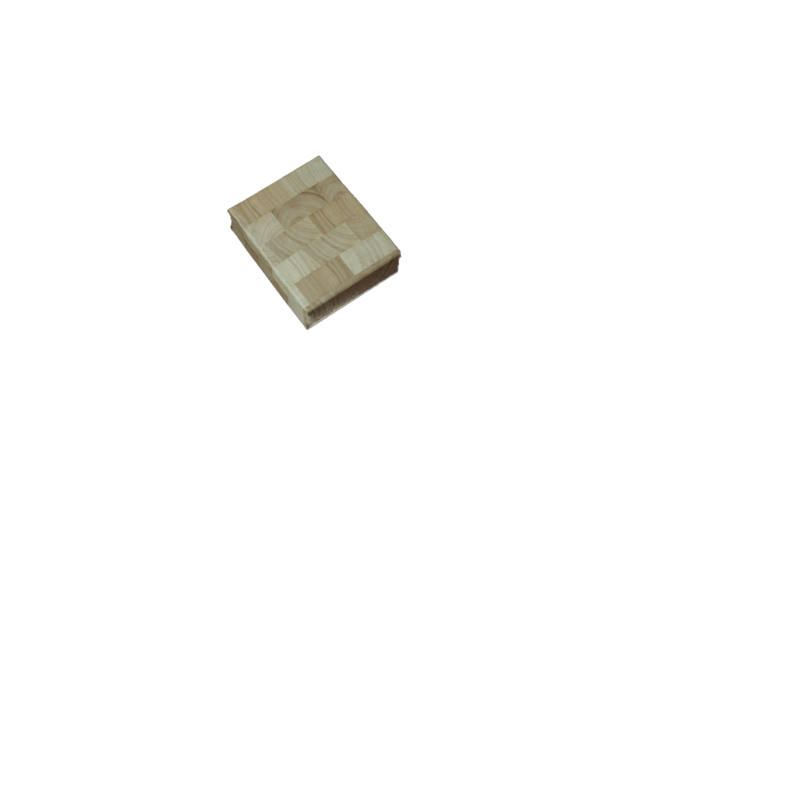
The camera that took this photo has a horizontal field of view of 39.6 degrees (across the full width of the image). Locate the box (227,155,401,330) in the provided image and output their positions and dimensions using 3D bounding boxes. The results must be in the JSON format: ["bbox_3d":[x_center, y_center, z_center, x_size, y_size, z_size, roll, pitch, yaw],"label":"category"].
[{"bbox_3d":[-0.068,-0.124,0.869,0.090,0.120,0.037,-33,-23,-17],"label":"box"}]
